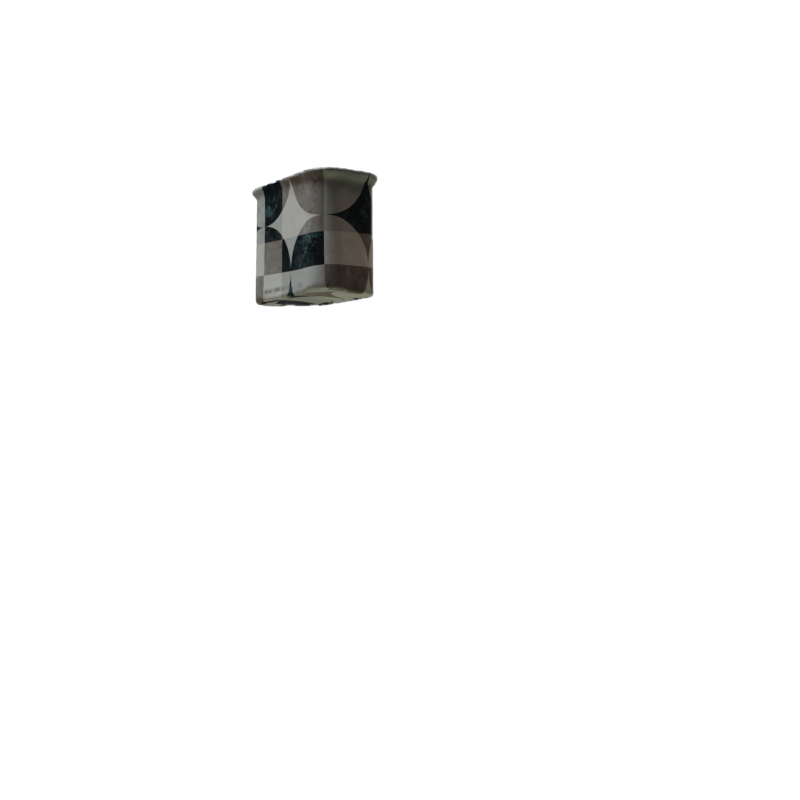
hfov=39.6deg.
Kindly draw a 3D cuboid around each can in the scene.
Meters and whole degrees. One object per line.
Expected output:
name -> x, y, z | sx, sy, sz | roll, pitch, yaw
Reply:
can -> -0.061, -0.112, 0.782 | 0.055, 0.086, 0.104 | 5, -7, -36
